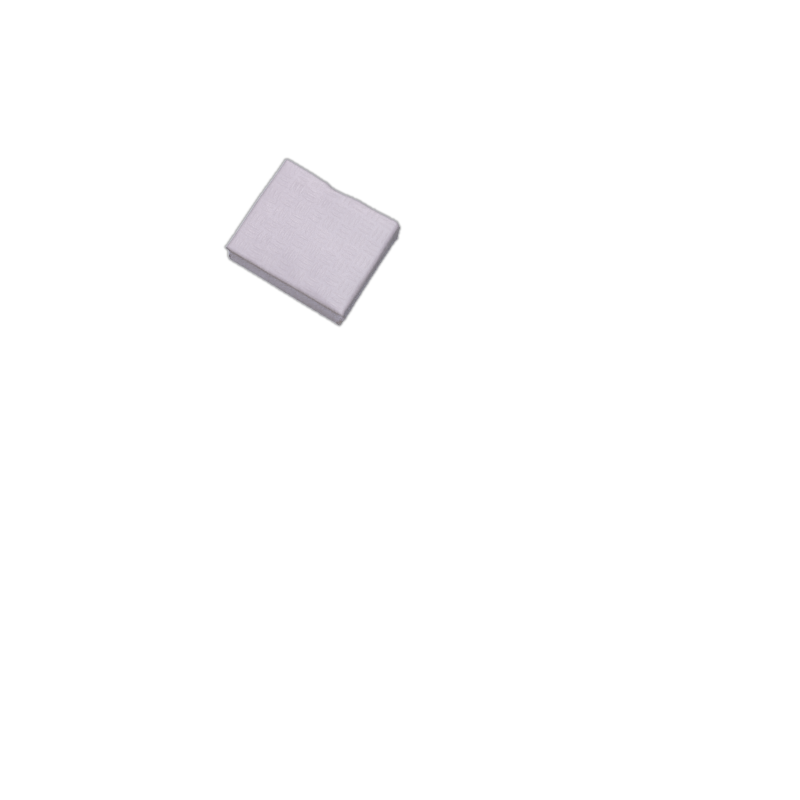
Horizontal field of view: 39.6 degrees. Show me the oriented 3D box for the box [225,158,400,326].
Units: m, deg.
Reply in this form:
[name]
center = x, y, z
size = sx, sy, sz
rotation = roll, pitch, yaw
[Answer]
[box]
center = -0.056, -0.102, 0.718
size = 0.091, 0.074, 0.029
rotation = 31, -14, 8
